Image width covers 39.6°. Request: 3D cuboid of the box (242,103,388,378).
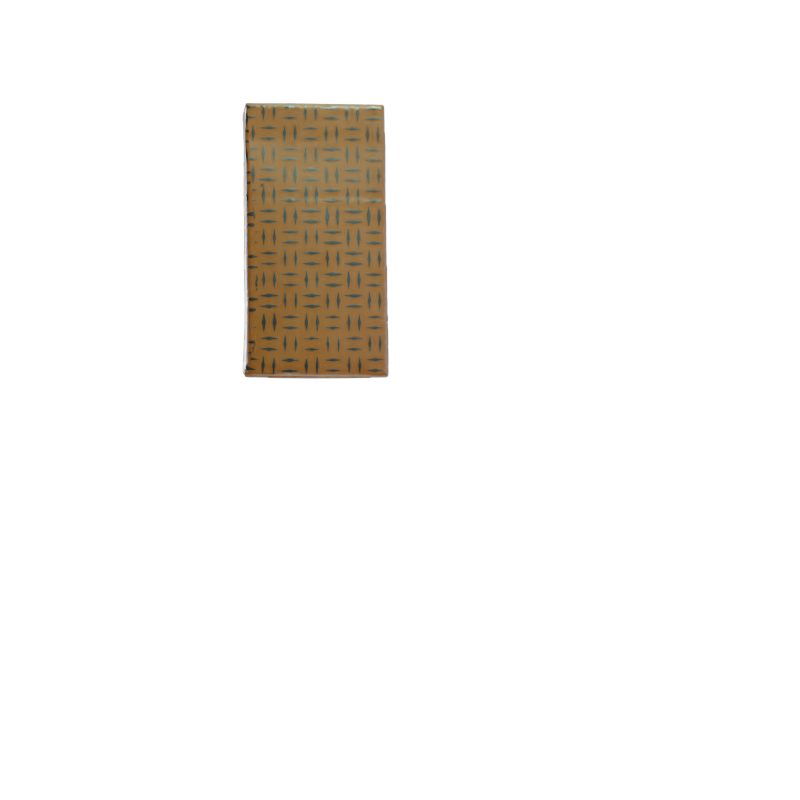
[{"bbox_3d":[-0.056,-0.103,0.722,0.092,0.180,0.048,0,-7,-6],"label":"box"}]
